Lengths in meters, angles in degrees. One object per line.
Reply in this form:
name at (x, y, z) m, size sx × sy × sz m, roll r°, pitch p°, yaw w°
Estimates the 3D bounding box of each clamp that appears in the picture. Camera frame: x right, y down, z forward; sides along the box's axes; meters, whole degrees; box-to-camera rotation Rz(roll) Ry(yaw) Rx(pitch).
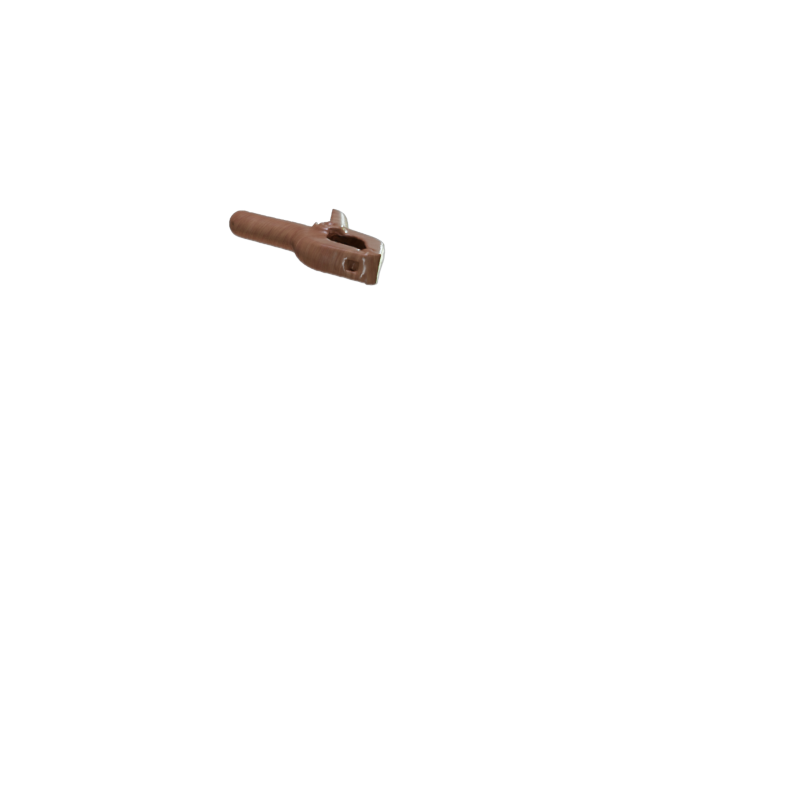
clamp at (-0.077, -0.140, 0.980) m, size 0.118 × 0.038 × 0.182 m, roll -8°, pitch 23°, yaw -21°
